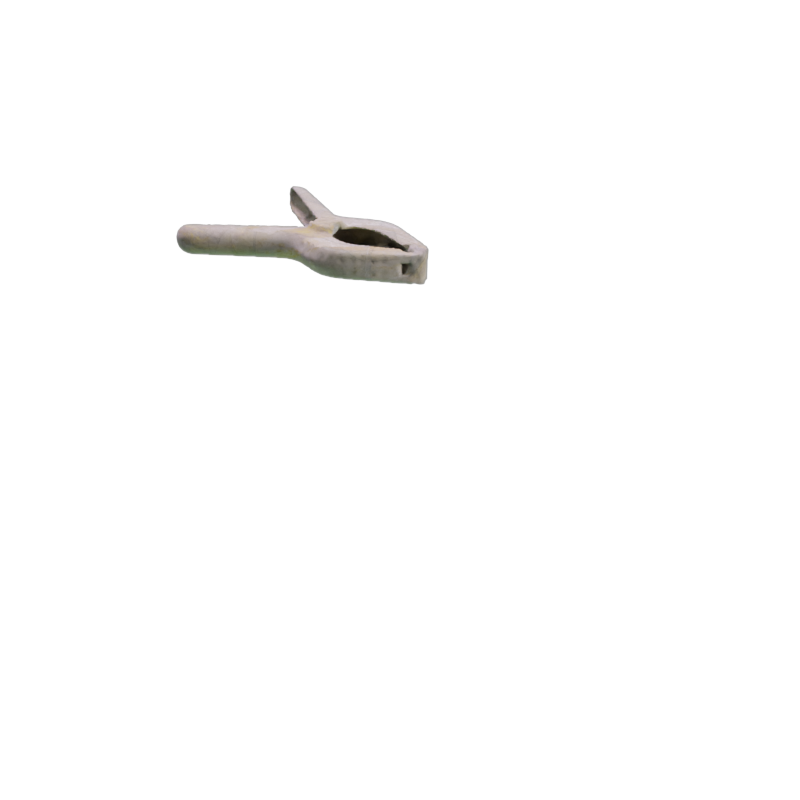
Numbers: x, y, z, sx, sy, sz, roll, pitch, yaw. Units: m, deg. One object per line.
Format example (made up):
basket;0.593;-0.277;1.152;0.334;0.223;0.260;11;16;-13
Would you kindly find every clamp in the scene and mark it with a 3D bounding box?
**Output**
clamp;-0.073;-0.134;0.938;0.223;0.034;0.163;23;35;37
